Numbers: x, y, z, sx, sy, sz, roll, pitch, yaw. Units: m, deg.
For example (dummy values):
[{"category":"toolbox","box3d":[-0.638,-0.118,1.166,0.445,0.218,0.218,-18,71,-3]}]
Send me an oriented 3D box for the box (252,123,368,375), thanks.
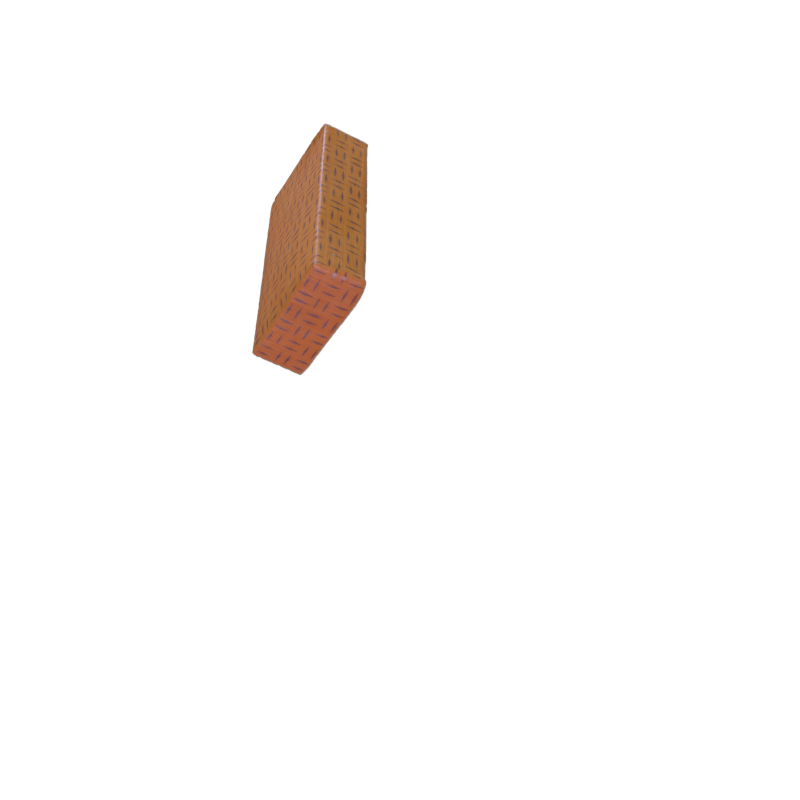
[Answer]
[{"category":"box","box3d":[-0.063,-0.114,0.795,0.046,0.189,0.091,23,-54,-23]}]
